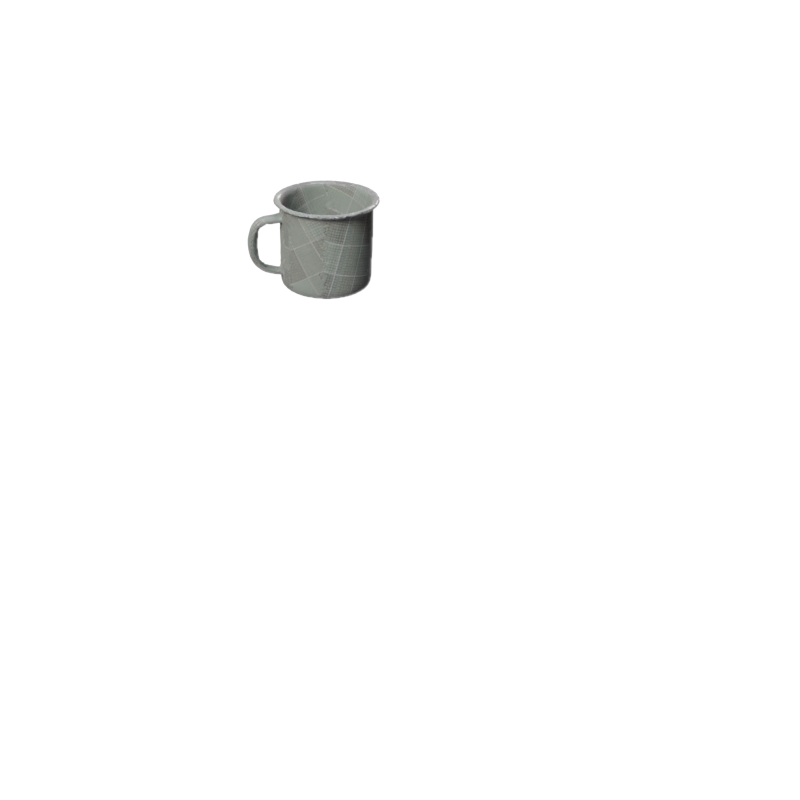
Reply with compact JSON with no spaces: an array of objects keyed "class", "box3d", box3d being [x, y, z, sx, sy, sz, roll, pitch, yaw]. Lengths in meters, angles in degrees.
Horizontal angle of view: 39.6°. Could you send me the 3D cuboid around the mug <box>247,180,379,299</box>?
[{"class":"mug","box3d":[-0.077,-0.140,0.982,0.115,0.077,0.100,-8,28,-15]}]
